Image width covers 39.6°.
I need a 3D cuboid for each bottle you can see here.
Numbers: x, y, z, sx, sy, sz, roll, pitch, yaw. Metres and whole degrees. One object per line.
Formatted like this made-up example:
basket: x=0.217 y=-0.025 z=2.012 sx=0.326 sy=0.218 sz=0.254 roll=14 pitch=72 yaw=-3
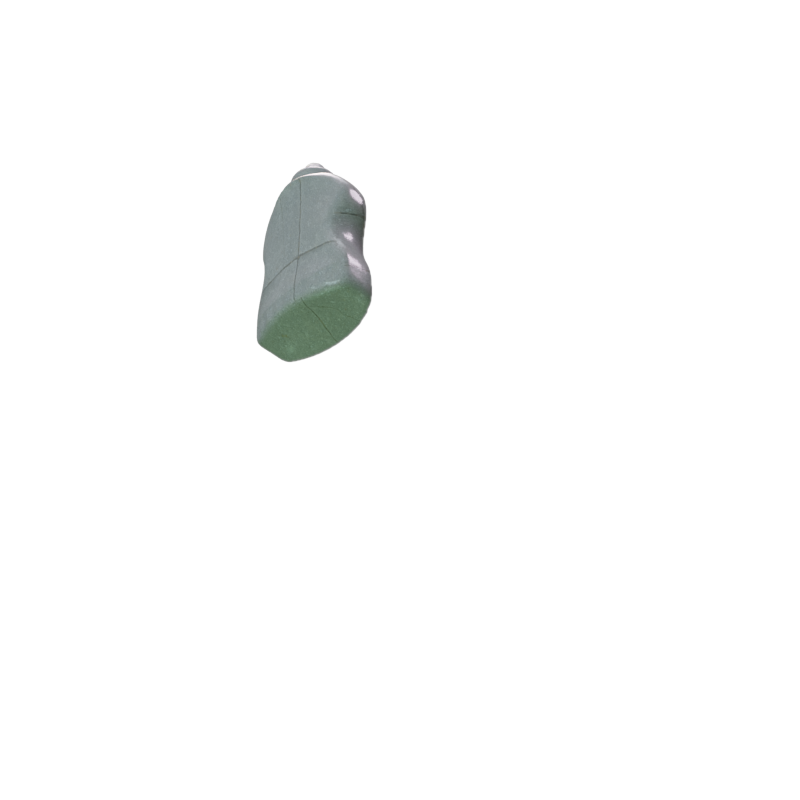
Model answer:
bottle: x=-0.069 y=-0.126 z=0.884 sx=0.055 sy=0.206 sz=0.095 roll=34 pitch=-56 yaw=-32
